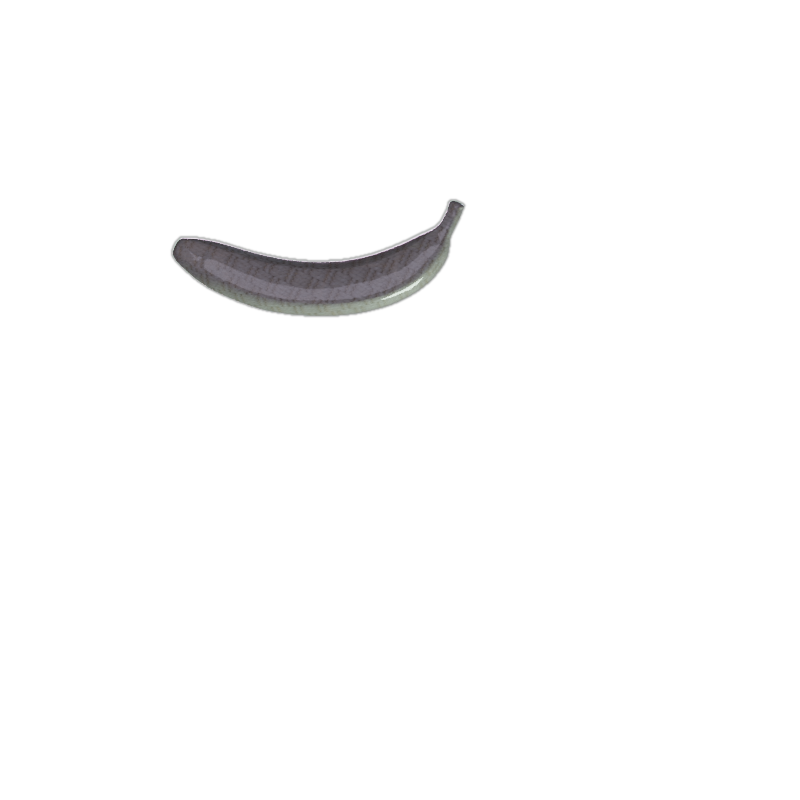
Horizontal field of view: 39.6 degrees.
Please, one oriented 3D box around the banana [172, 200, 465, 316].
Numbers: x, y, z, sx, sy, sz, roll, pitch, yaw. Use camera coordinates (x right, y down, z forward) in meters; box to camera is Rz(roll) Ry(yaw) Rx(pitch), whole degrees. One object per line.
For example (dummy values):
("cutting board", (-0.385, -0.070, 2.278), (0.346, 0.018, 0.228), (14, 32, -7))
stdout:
("banana", (-0.052, -0.090, 0.751), (0.198, 0.068, 0.037), (-8, 9, 1))
